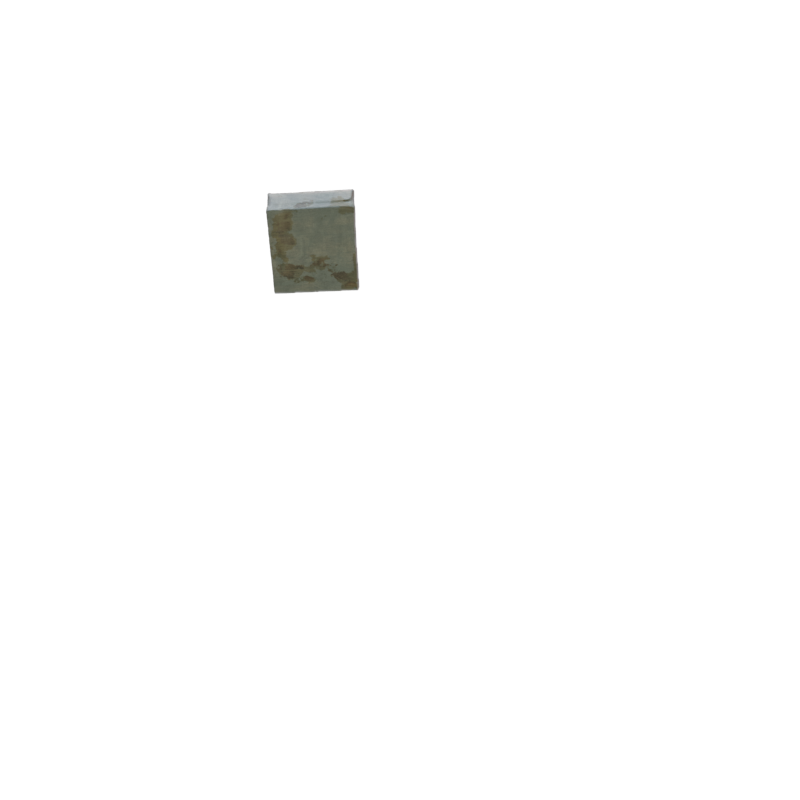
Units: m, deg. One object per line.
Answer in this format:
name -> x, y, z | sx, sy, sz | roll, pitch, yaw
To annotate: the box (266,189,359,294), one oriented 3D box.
box -> -0.073, -0.133, 0.933 | 0.073, 0.083, 0.032 | -2, 37, 1
